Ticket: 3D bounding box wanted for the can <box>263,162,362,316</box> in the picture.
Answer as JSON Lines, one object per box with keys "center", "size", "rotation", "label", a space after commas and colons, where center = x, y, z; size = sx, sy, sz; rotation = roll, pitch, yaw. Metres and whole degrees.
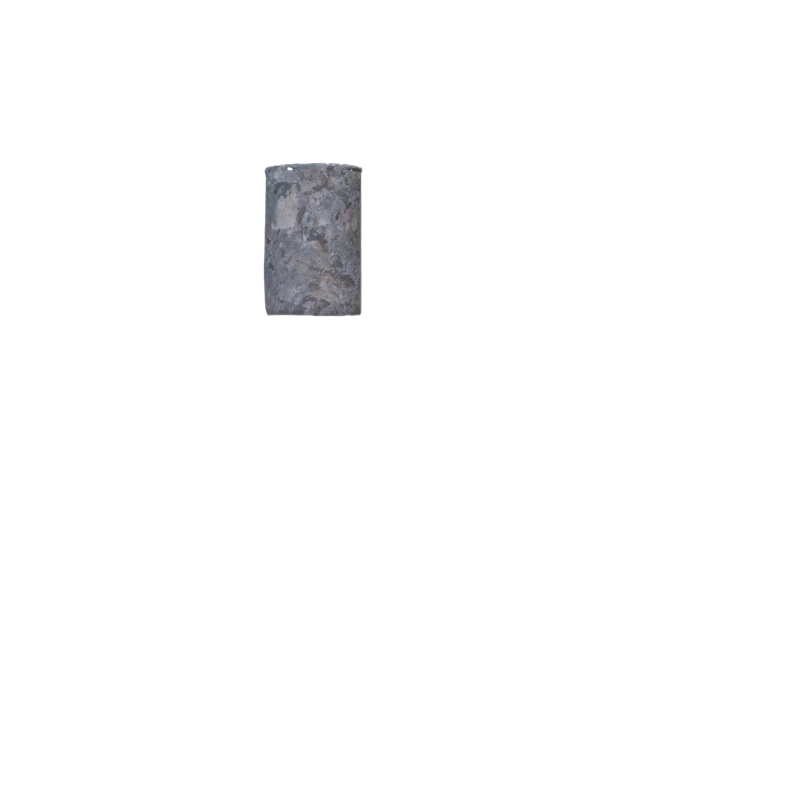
{"center": [-0.060, -0.109, 0.766], "size": [0.068, 0.103, 0.068], "rotation": [0, -1, -2], "label": "can"}
